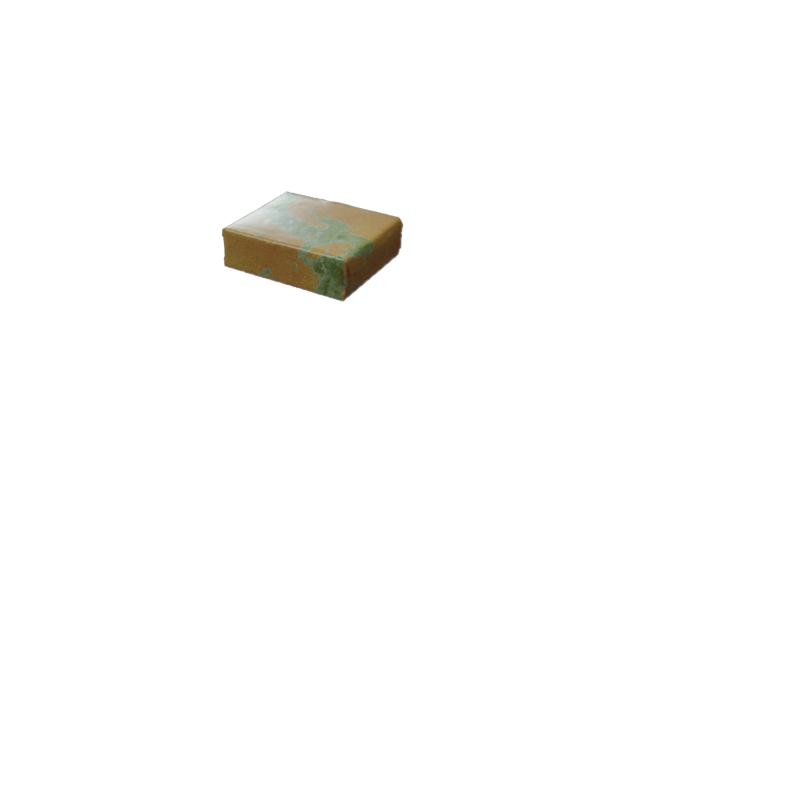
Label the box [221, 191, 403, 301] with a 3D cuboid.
[{"bbox_3d":[-0.054,-0.098,0.689,0.093,0.028,0.074,17,34,25],"label":"box"}]
